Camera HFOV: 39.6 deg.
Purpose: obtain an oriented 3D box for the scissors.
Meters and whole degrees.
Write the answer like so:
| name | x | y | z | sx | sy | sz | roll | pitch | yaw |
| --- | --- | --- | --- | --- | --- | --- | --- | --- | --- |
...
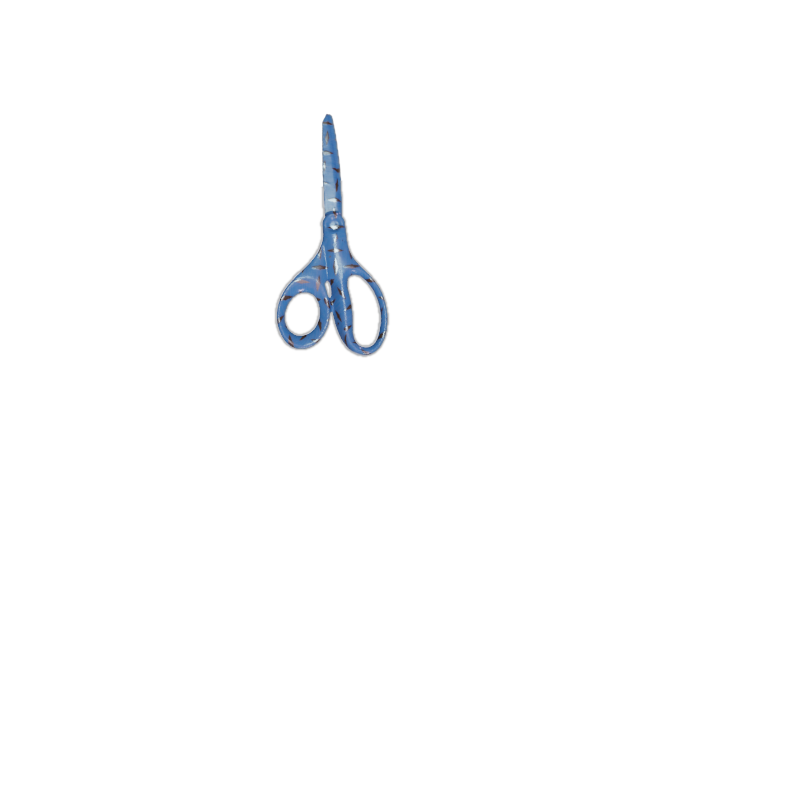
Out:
| name | x | y | z | sx | sy | sz | roll | pitch | yaw |
| --- | --- | --- | --- | --- | --- | --- | --- | --- | --- |
| scissors | -0.069 | -0.127 | 0.887 | 0.096 | 0.210 | 0.015 | -18 | -15 | -5 |
